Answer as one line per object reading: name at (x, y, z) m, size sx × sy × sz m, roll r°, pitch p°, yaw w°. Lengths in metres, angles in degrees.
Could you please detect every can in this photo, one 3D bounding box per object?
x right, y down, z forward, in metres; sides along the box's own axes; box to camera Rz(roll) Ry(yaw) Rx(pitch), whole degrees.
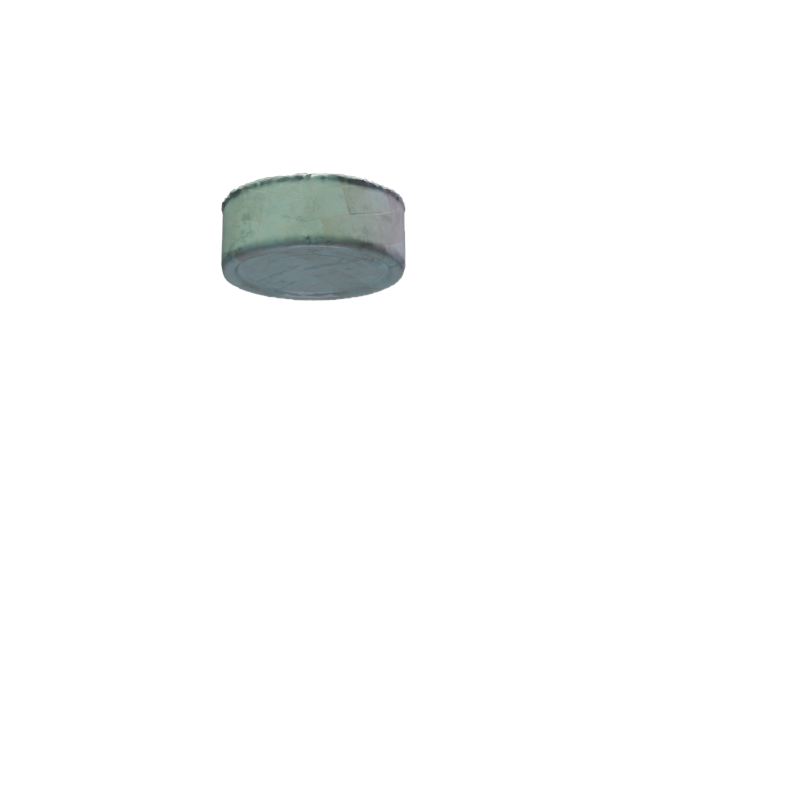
can at (-0.040, -0.073, 0.512) m, size 0.086 × 0.035 × 0.083 m, roll 0°, pitch -13°, yaw -2°
